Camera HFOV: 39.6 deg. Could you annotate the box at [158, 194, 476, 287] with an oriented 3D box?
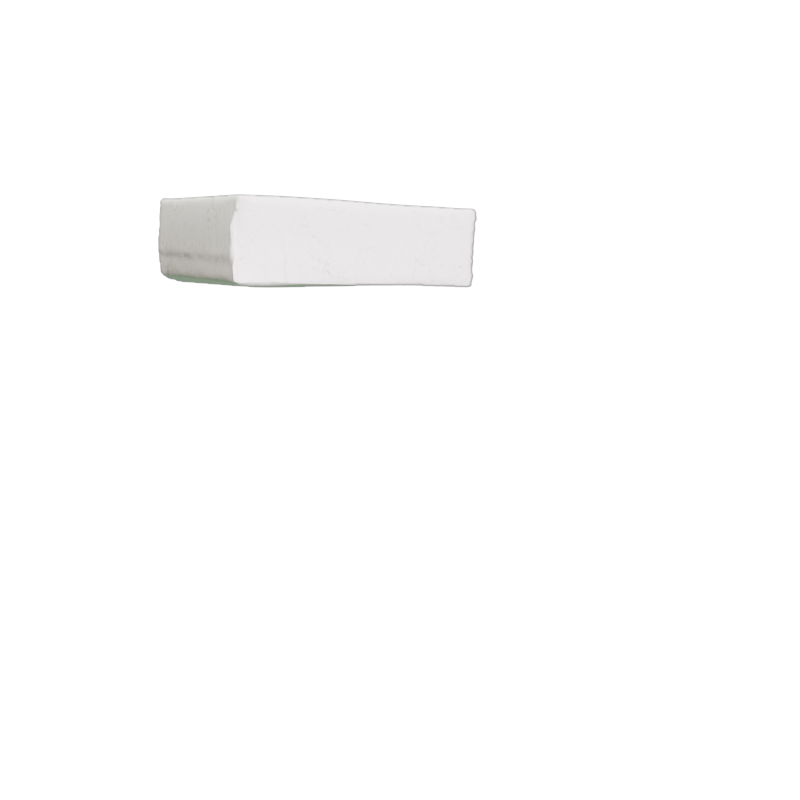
[{"bbox_3d":[-0.038,-0.069,0.482,0.110,0.039,0.093,-4,8,-29],"label":"box"}]
